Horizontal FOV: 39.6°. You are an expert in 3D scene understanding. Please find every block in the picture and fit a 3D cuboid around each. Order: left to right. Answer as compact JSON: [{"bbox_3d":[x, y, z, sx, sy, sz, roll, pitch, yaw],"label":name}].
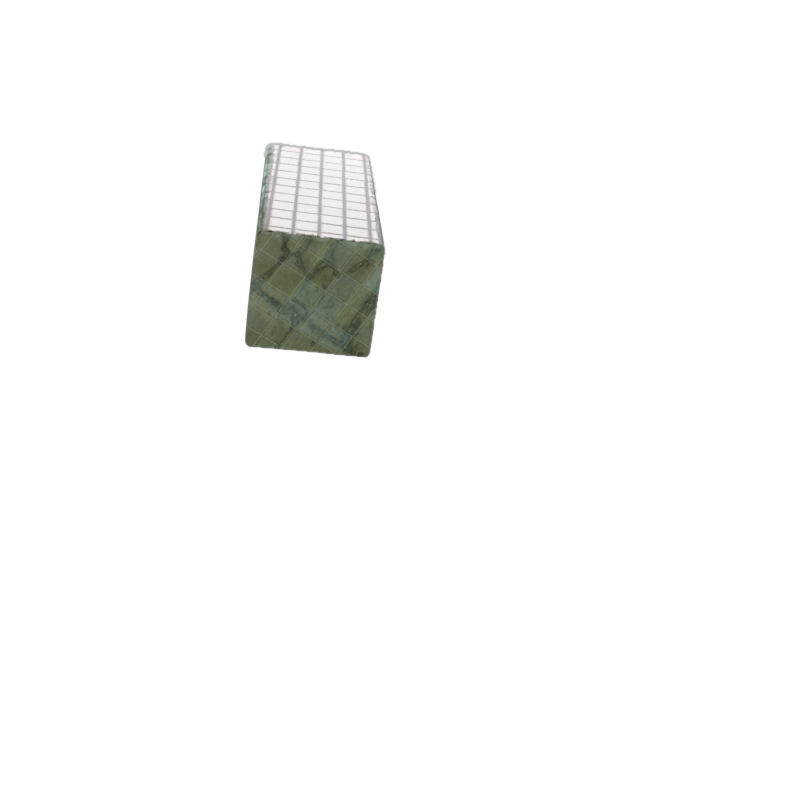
[{"bbox_3d":[-0.068,-0.124,0.861,0.090,0.086,0.218,5,27,-7],"label":"block"}]
